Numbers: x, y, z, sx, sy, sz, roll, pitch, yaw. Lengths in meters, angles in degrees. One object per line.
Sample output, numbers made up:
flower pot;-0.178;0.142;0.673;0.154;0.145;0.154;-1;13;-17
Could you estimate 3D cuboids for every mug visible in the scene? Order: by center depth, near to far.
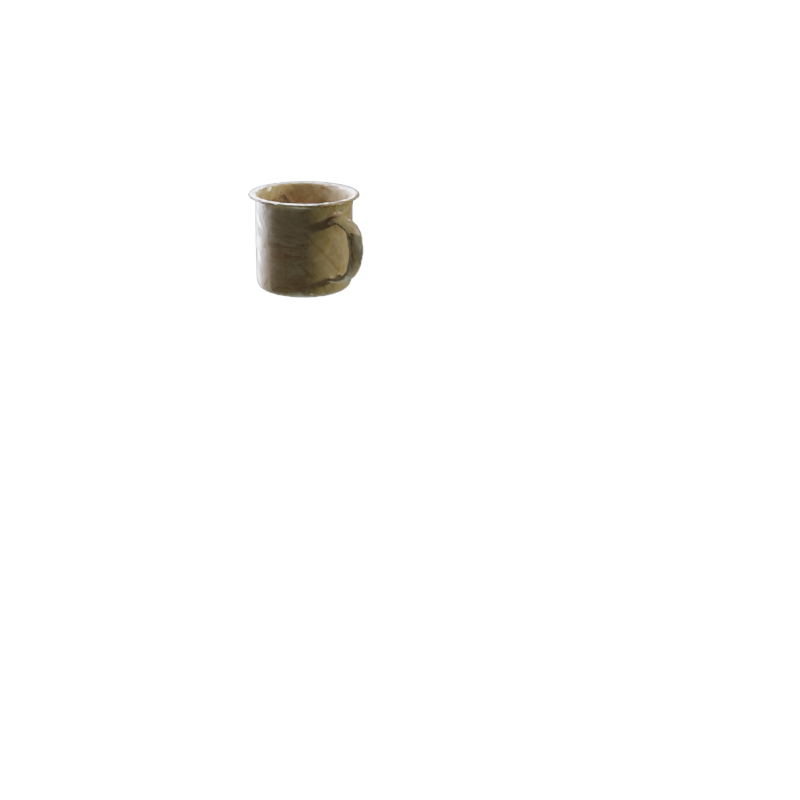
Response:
mug;-0.073;-0.133;0.930;0.091;0.078;0.124;-17;27;-40
